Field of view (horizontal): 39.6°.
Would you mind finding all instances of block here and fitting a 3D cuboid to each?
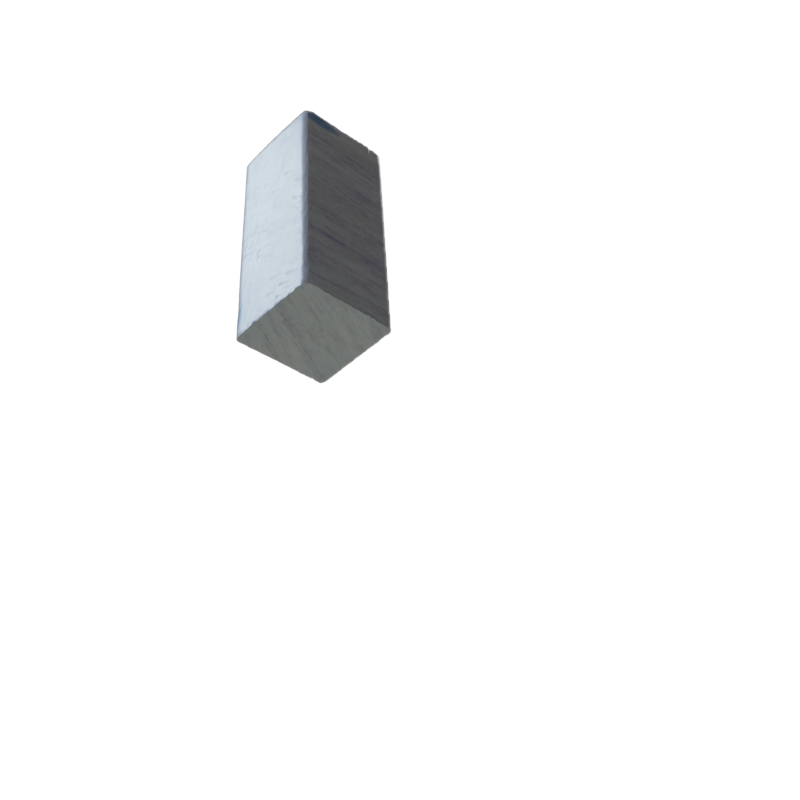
[{"bbox_3d":[-0.073,-0.134,0.934,0.085,0.221,0.089,29,-51,-31],"label":"block"}]
